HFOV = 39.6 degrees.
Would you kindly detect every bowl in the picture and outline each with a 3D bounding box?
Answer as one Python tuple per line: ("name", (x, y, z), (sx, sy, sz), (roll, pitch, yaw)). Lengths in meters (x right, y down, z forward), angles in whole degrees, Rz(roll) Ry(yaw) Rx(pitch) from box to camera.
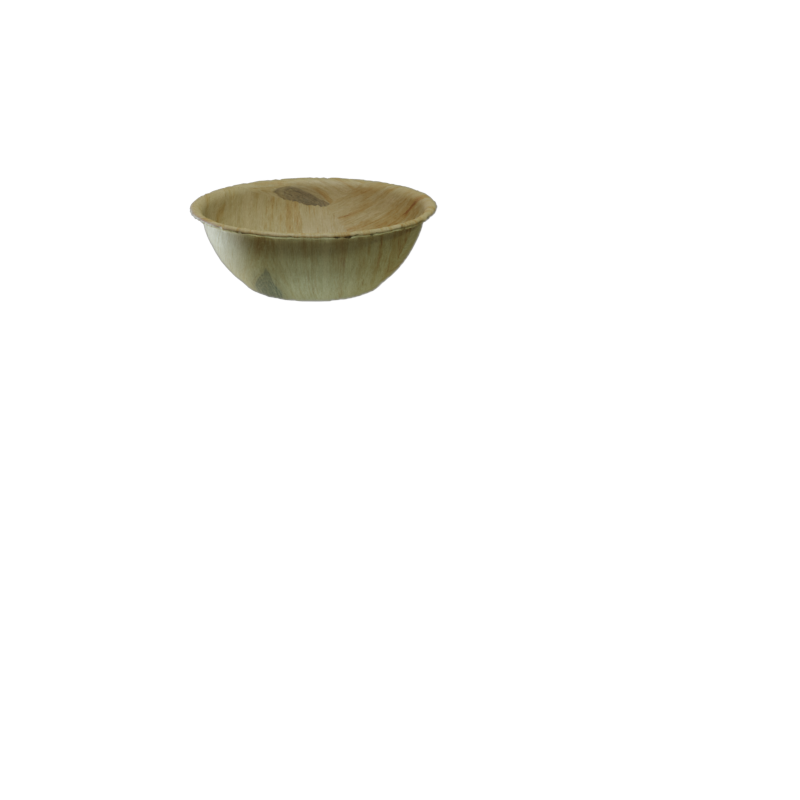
("bowl", (-0.057, -0.105, 0.734), (0.162, 0.053, 0.169), (-1, 22, -2))
